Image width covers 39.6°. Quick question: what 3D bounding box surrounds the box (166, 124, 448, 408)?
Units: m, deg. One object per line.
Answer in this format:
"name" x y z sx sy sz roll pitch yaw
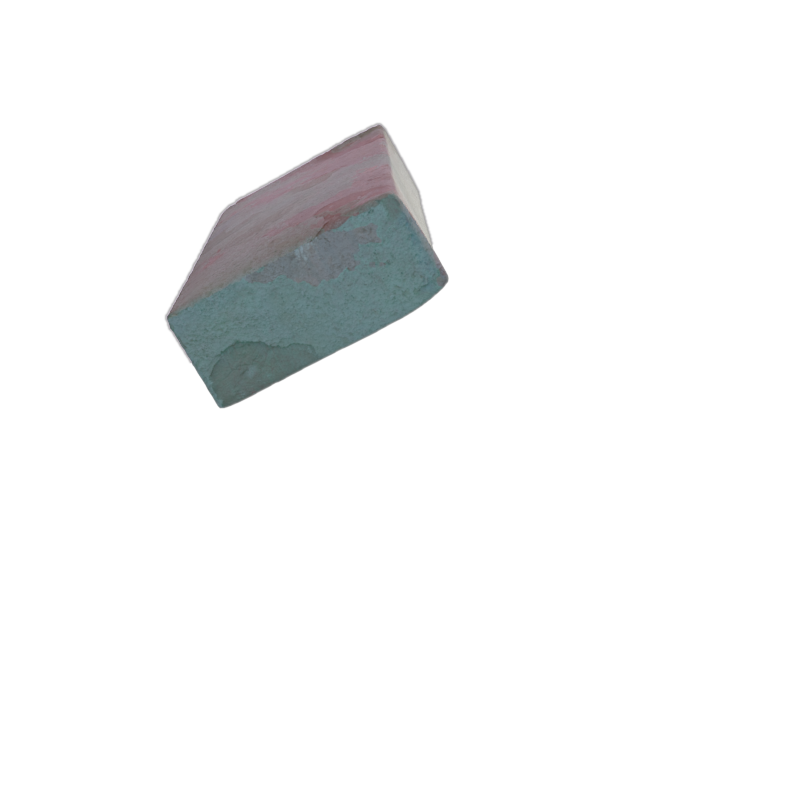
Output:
"box" -0.036 -0.066 0.460 0.093 0.046 0.184 -28 22 7
